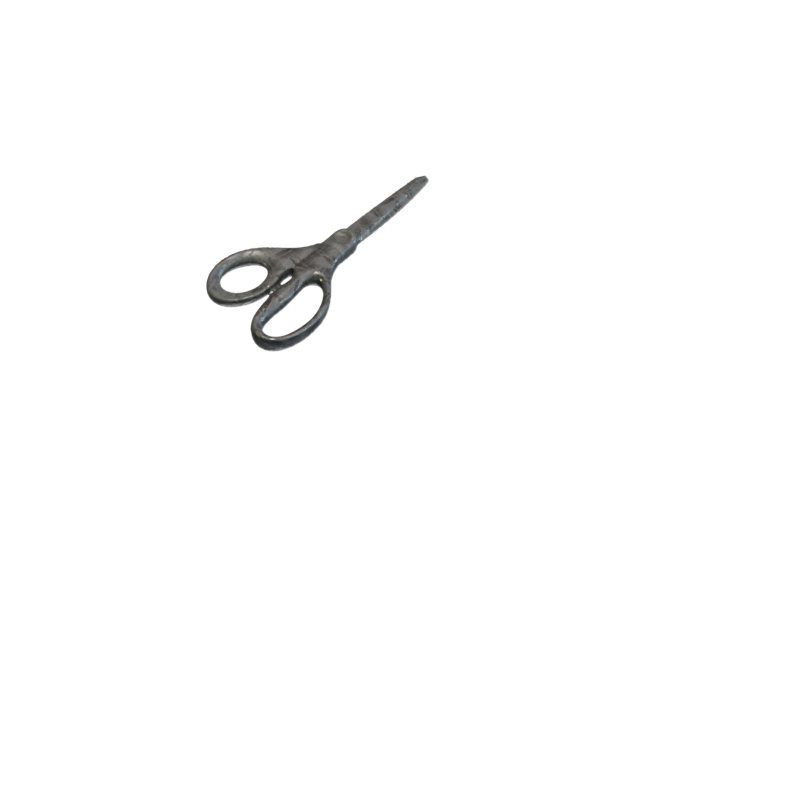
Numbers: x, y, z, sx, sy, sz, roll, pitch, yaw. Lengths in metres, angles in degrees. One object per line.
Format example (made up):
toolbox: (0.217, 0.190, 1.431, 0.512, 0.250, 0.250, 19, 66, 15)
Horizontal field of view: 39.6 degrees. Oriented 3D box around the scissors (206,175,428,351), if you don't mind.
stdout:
scissors: (-0.062, -0.112, 0.787, 0.099, 0.209, 0.015, 18, -40, 15)
